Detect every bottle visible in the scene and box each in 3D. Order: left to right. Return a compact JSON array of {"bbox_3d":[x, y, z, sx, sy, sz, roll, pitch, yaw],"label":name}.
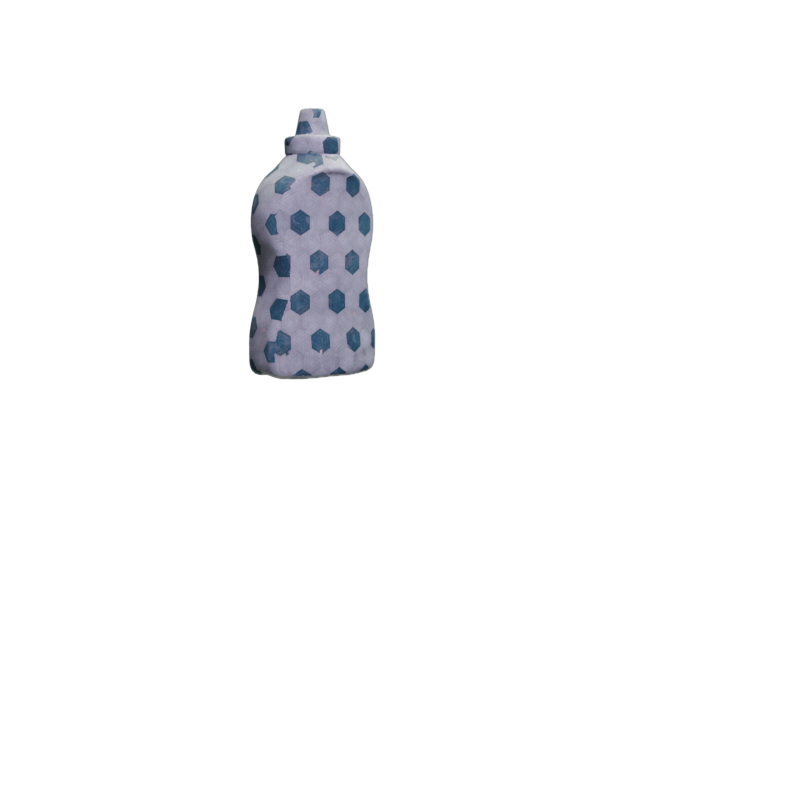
[{"bbox_3d":[-0.063,-0.115,0.803,0.093,0.191,0.061,-2,2,-37],"label":"bottle"}]
